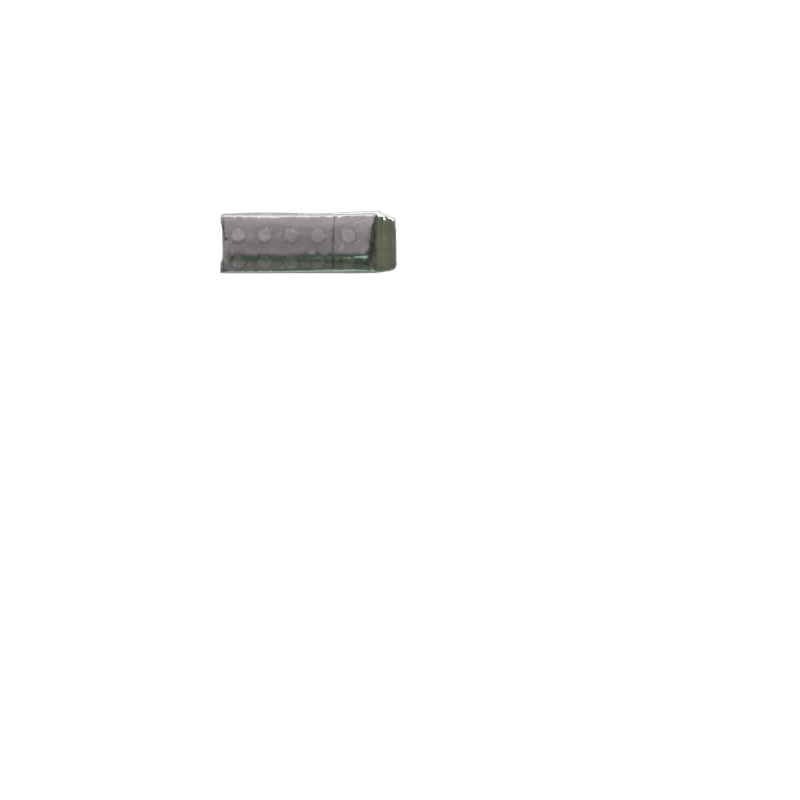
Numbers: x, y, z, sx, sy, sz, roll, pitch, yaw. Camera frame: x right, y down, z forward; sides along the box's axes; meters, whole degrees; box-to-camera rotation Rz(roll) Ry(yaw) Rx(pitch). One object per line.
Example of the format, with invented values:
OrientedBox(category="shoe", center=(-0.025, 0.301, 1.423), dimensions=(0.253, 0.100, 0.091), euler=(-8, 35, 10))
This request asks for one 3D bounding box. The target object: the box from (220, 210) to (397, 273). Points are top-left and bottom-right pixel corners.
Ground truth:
OrientedBox(category="box", center=(-0.042, -0.077, 0.542), dimensions=(0.074, 0.030, 0.089), euler=(1, 7, 8))
